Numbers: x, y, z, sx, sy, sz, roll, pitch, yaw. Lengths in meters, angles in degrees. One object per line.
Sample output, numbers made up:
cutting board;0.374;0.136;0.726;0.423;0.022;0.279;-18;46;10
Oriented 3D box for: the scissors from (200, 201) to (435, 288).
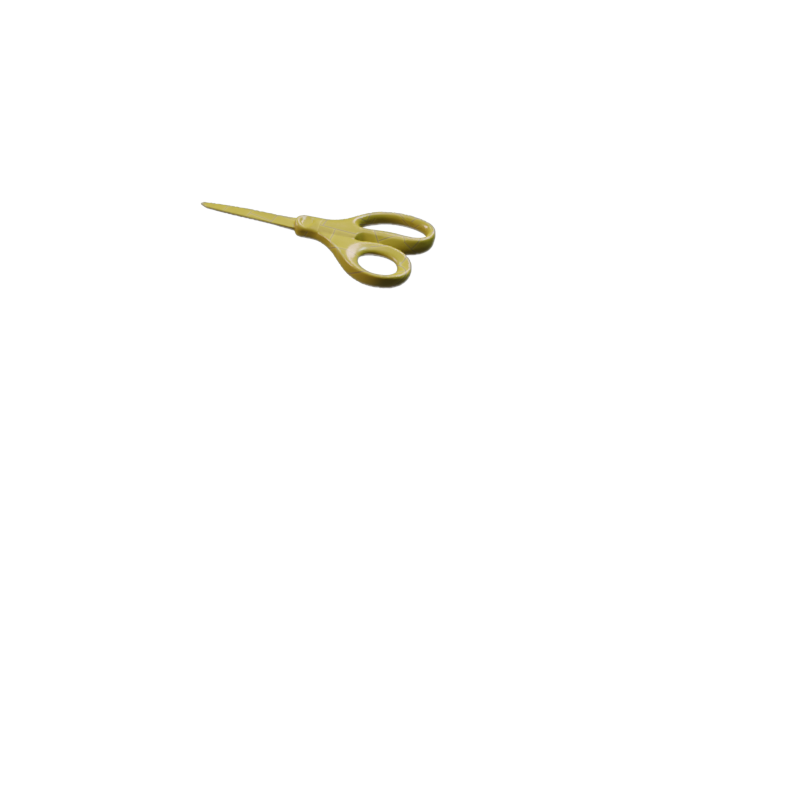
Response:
scissors;-0.072;-0.131;0.919;0.202;0.015;0.103;3;43;3
